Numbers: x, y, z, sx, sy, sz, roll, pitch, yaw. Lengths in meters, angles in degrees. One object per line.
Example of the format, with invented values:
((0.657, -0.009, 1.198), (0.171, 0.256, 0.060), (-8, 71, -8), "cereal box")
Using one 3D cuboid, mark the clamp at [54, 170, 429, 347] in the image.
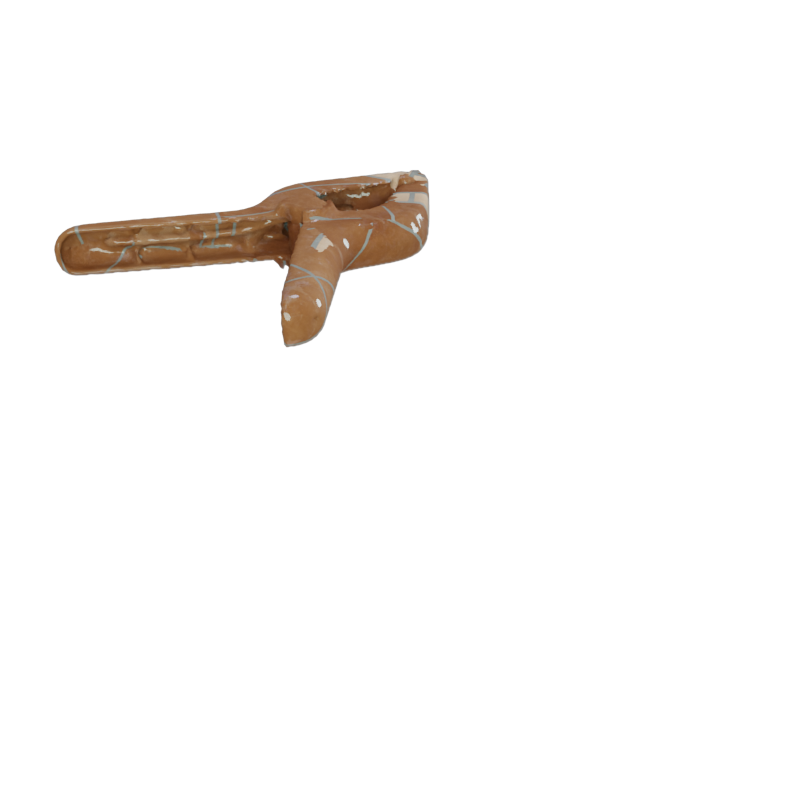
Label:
((-0.044, -0.080, 0.562), (0.207, 0.035, 0.175), (-23, 33, -39), "clamp")
